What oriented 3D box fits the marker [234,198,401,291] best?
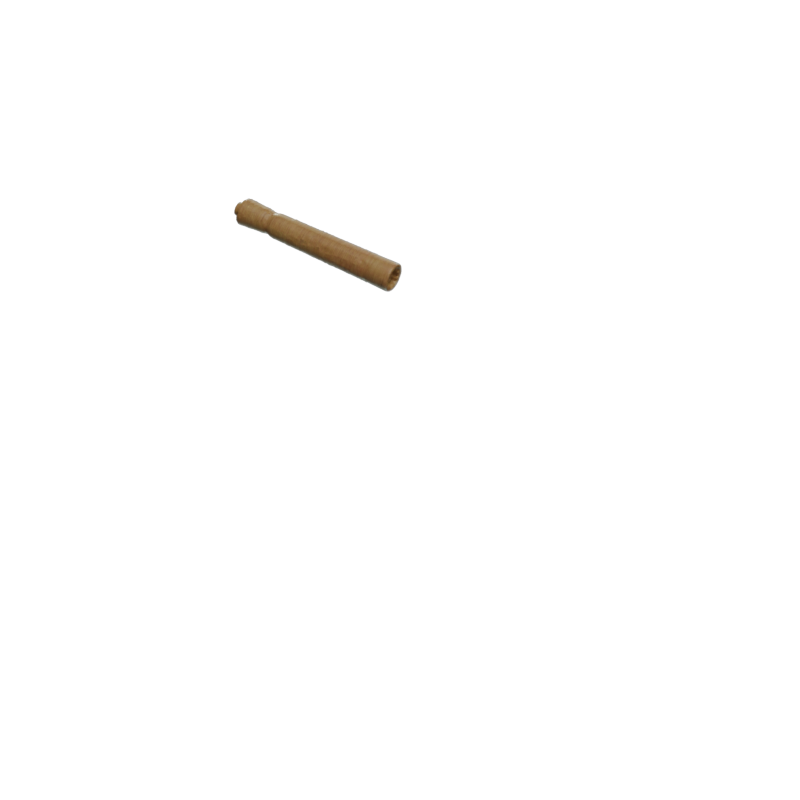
[{"bbox_3d":[-0.055,-0.100,0.703,0.127,0.019,0.019,27,15,25],"label":"marker"}]
